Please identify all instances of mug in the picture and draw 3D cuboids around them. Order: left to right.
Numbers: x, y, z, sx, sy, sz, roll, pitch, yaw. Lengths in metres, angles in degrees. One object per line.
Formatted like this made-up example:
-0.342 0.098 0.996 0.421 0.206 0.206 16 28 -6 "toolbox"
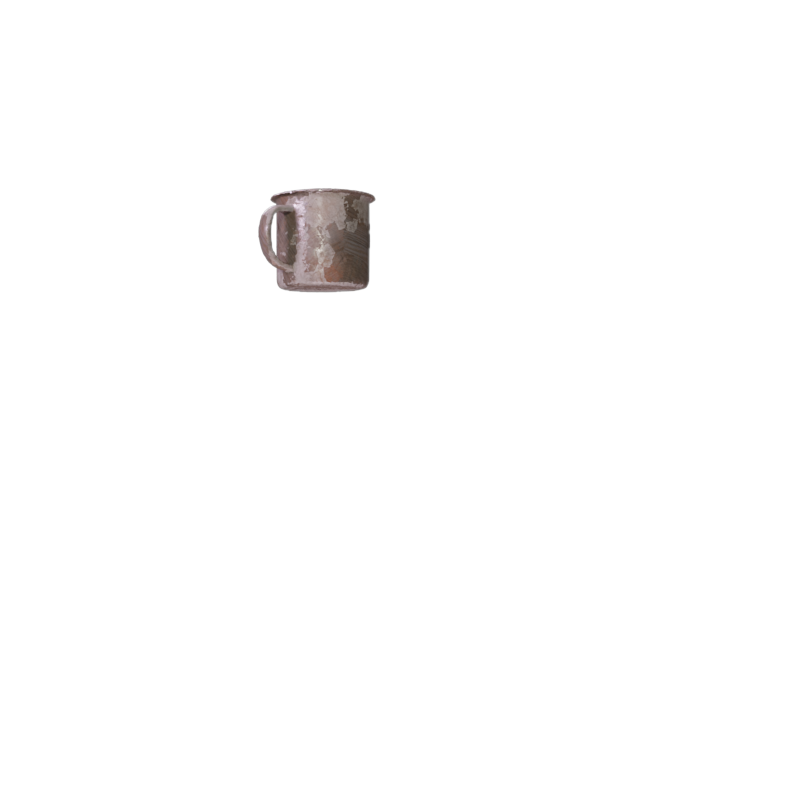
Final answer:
-0.076 -0.138 0.968 0.096 0.083 0.112 -3 -4 42 "mug"
